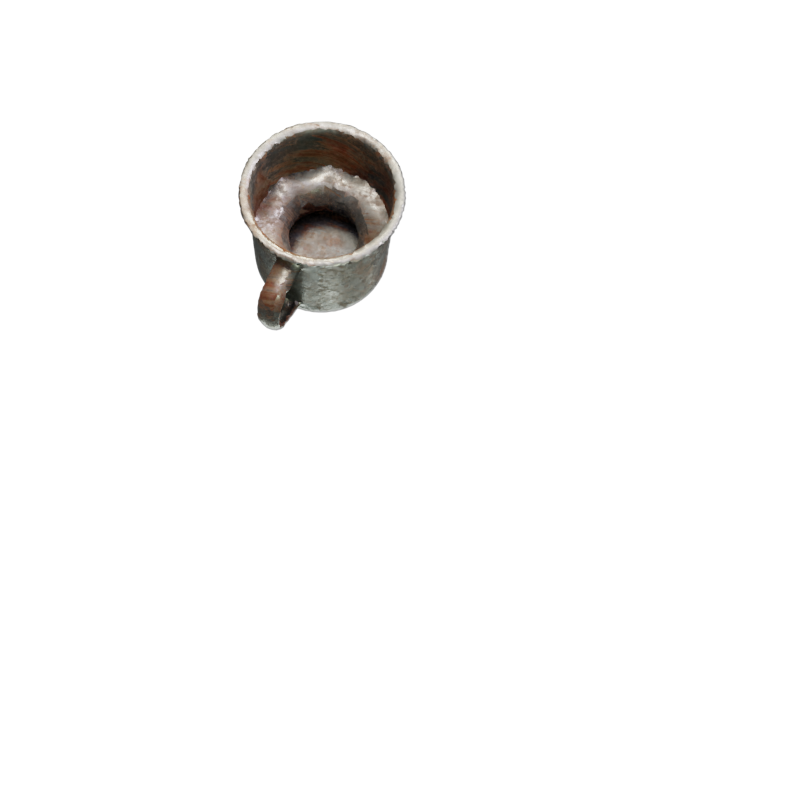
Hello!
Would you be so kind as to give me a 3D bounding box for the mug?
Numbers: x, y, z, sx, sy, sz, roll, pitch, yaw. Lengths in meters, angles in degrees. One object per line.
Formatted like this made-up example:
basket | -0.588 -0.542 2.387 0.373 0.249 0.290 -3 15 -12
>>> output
mug | -0.050 -0.092 0.644 0.095 0.121 0.077 21 -23 7
